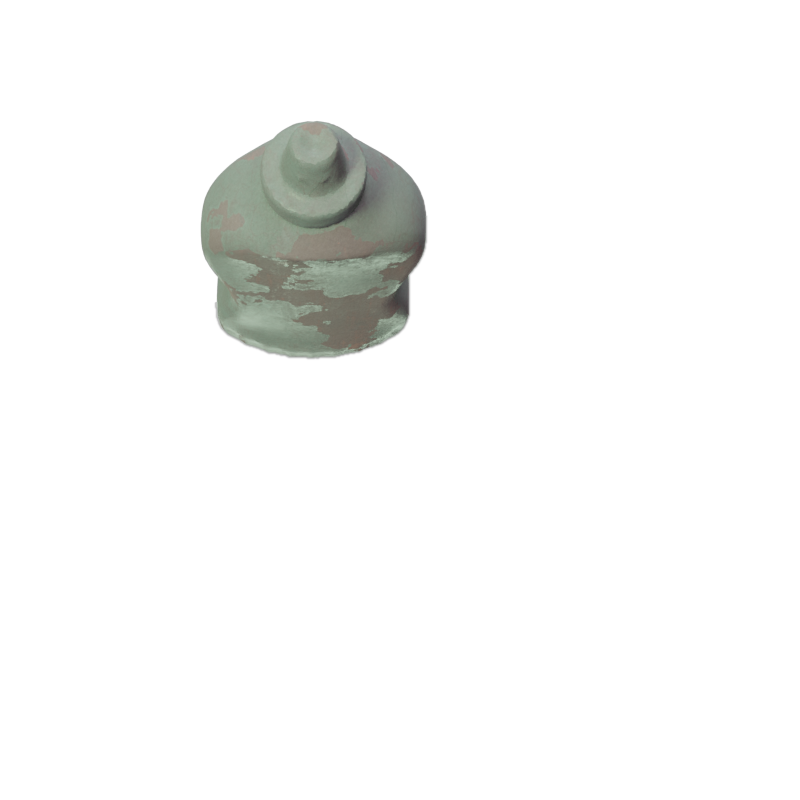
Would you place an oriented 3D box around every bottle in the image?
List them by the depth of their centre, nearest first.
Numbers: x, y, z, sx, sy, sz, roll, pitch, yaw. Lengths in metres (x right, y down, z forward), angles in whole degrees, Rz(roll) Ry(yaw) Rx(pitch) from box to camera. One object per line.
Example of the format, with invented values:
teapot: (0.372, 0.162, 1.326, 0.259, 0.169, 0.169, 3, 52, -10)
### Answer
bottle: (-0.038, -0.070, 0.488, 0.096, 0.061, 0.184, 2, -14, -3)
